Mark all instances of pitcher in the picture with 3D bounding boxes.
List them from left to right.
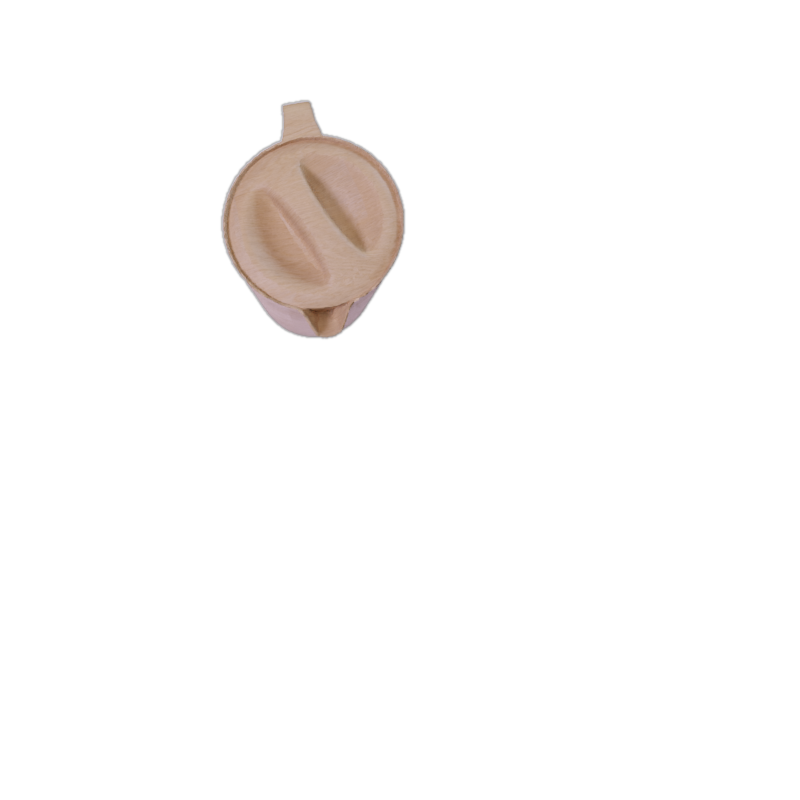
[{"bbox_3d":[-0.072,-0.132,0.922,0.147,0.151,0.238,35,-8,1],"label":"pitcher"}]
